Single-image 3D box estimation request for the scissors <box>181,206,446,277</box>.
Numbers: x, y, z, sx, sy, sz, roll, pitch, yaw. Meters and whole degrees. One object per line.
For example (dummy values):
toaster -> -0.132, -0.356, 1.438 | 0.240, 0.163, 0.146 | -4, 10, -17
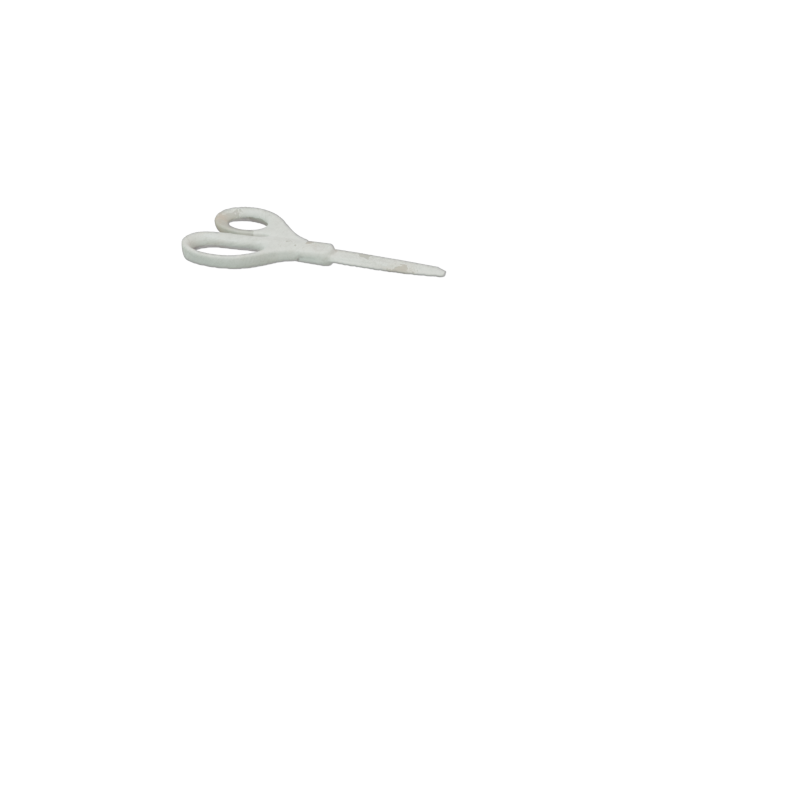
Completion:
scissors -> -0.068, -0.123, 0.864 | 0.202, 0.015, 0.102 | 2, 34, 2
